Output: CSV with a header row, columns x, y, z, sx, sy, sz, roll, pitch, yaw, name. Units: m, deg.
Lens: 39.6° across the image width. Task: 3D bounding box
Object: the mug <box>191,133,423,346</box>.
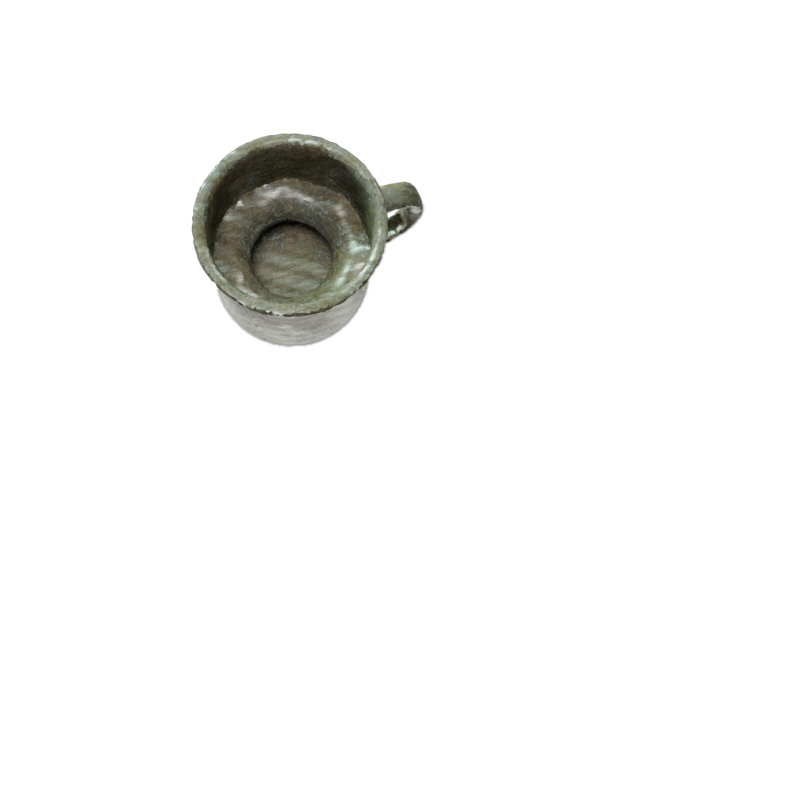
x,y,z,sx,sy,sz,roll,pitch,yaw,name
-0.044,-0.080,0.561,0.117,0.098,0.078,-23,-15,-8,mug
